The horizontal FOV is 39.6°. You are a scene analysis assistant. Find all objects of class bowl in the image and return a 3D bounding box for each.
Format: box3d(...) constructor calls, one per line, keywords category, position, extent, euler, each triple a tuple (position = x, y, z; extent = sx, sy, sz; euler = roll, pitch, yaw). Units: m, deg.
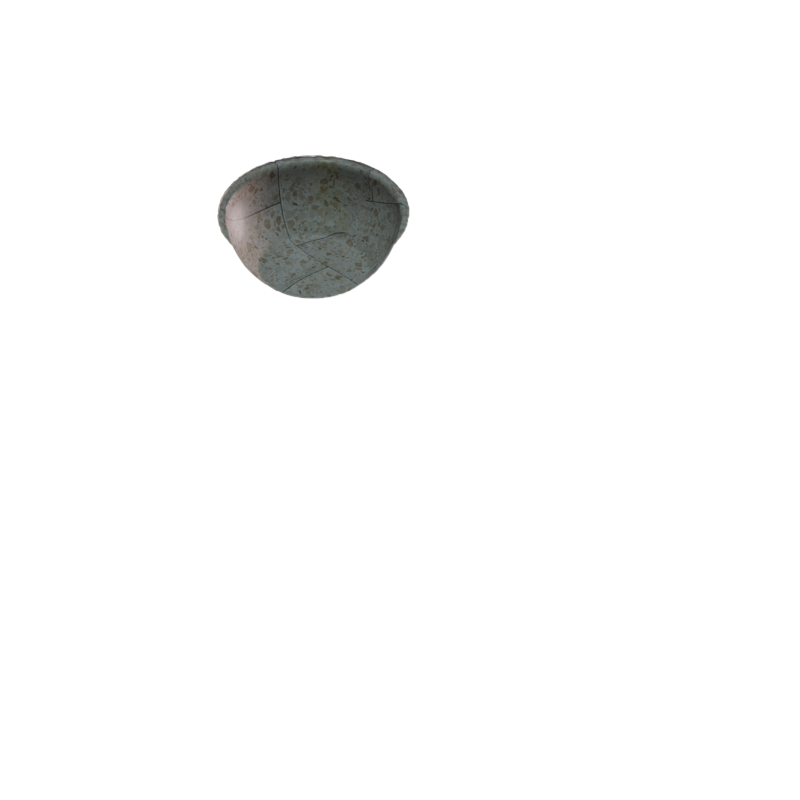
box3d(category="bowl", position=(-0.072, -0.131, 0.918), extent=(0.162, 0.059, 0.152), euler=(1, -30, -2))
